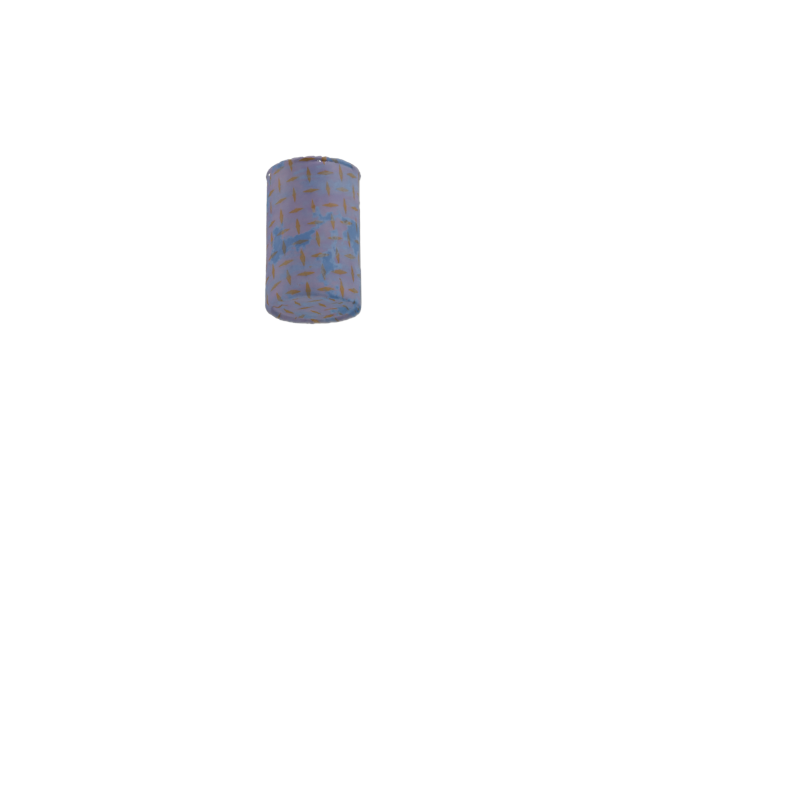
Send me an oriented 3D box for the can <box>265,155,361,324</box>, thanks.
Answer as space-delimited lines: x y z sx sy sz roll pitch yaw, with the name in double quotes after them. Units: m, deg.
-0.061 -0.111 0.778 0.068 0.107 0.066 0 -18 -2 "can"
